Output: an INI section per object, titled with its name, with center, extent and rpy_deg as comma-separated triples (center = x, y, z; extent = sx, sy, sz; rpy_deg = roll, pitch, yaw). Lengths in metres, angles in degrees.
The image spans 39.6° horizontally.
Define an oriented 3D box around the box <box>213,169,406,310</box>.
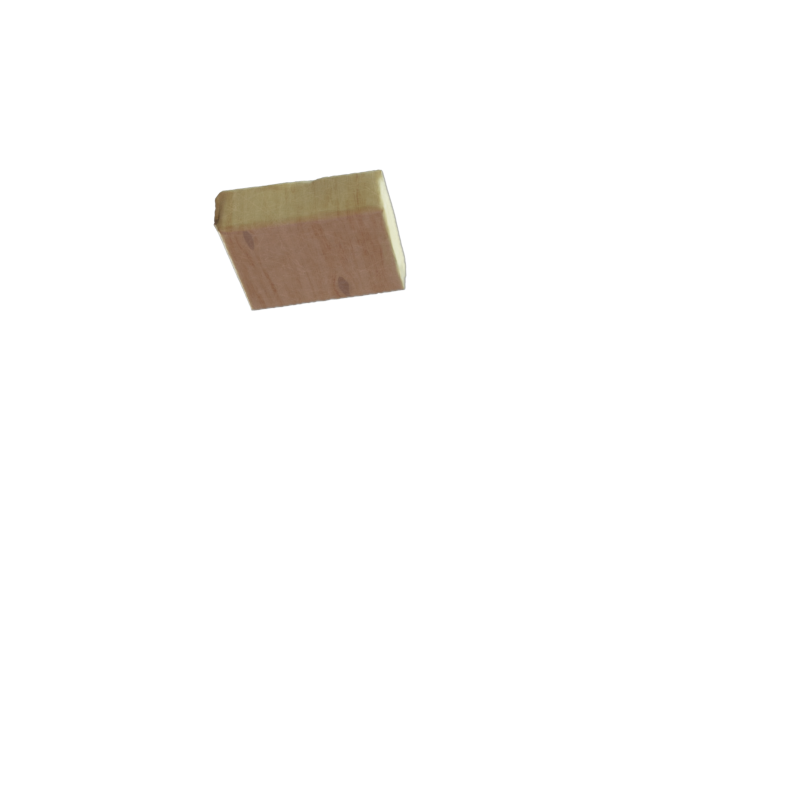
[box]
center = -0.046, -0.083, 0.584
extent = 0.090, 0.032, 0.068
rpy_deg = -6, -33, 9
